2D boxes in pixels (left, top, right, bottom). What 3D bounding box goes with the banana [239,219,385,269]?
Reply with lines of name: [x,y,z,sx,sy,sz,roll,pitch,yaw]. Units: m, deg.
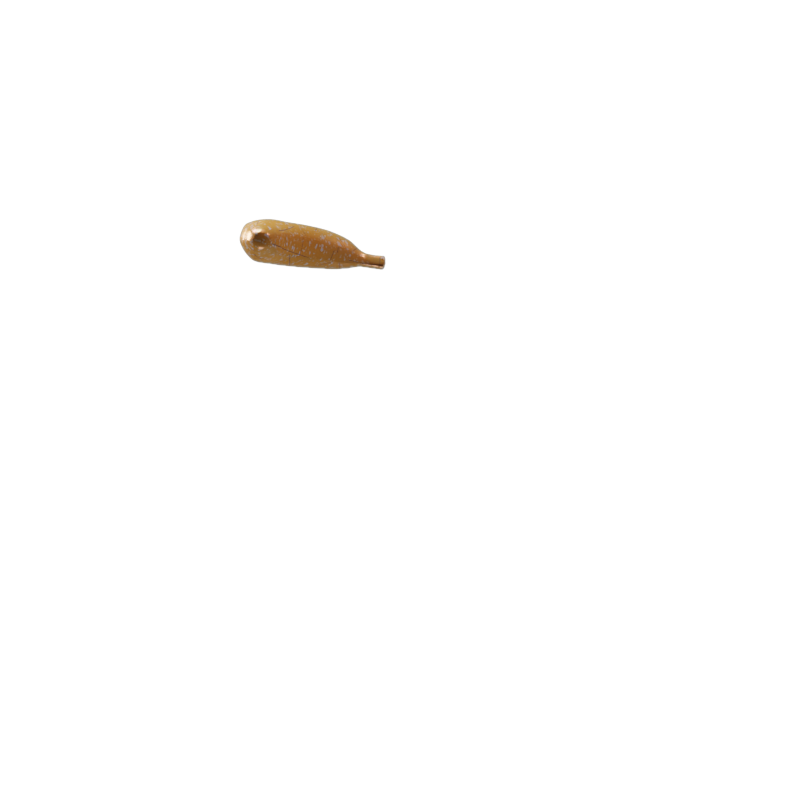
banana: [-0.086,-0.131,0.928,0.072,0.037,0.191,1,3,29]
